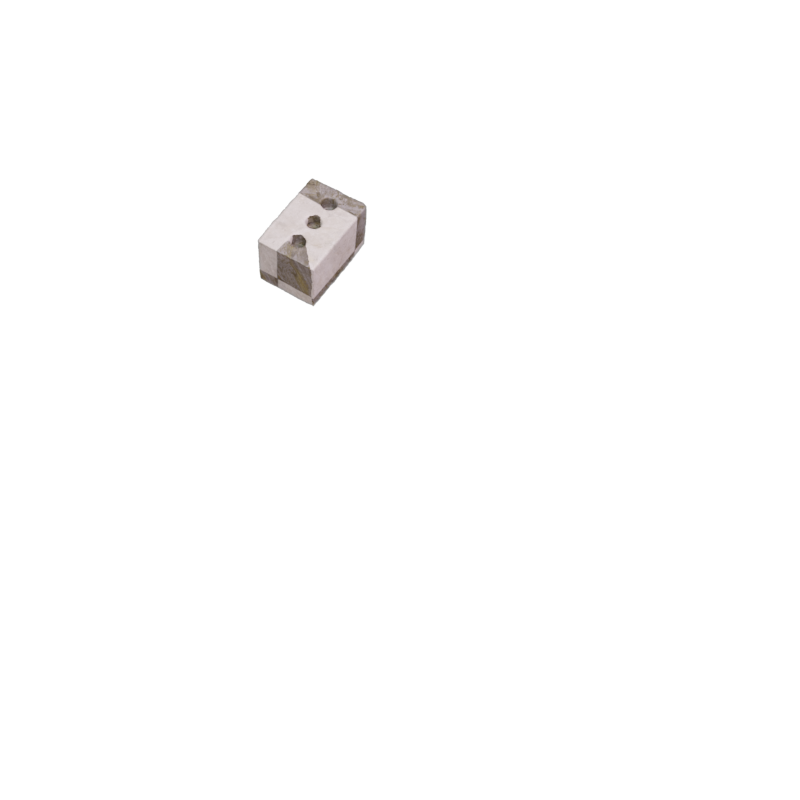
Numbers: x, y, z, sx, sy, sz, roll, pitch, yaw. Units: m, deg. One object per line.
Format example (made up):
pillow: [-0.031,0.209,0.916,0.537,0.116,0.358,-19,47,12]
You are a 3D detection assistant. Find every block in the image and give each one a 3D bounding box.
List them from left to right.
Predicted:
block: [-0.068,-0.124,0.867,0.055,0.080,0.048,27,-31,15]
